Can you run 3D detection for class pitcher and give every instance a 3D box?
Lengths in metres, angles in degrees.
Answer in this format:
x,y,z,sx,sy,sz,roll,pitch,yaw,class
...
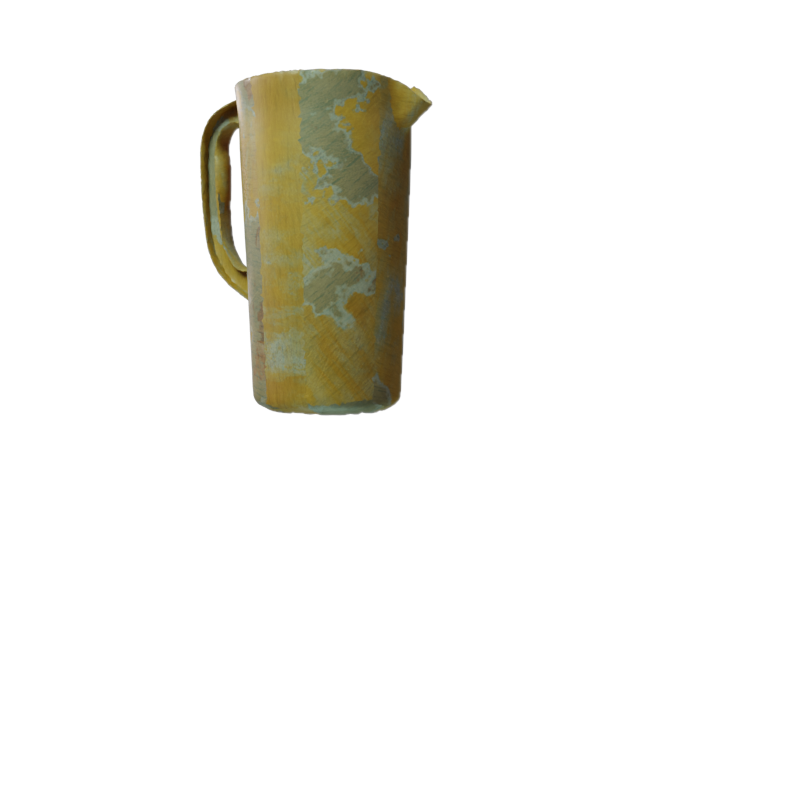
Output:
x,y,z,sx,sy,sz,roll,pitch,yaw,class
-0.064,-0.117,0.816,0.141,0.244,0.153,0,0,-20,pitcher
